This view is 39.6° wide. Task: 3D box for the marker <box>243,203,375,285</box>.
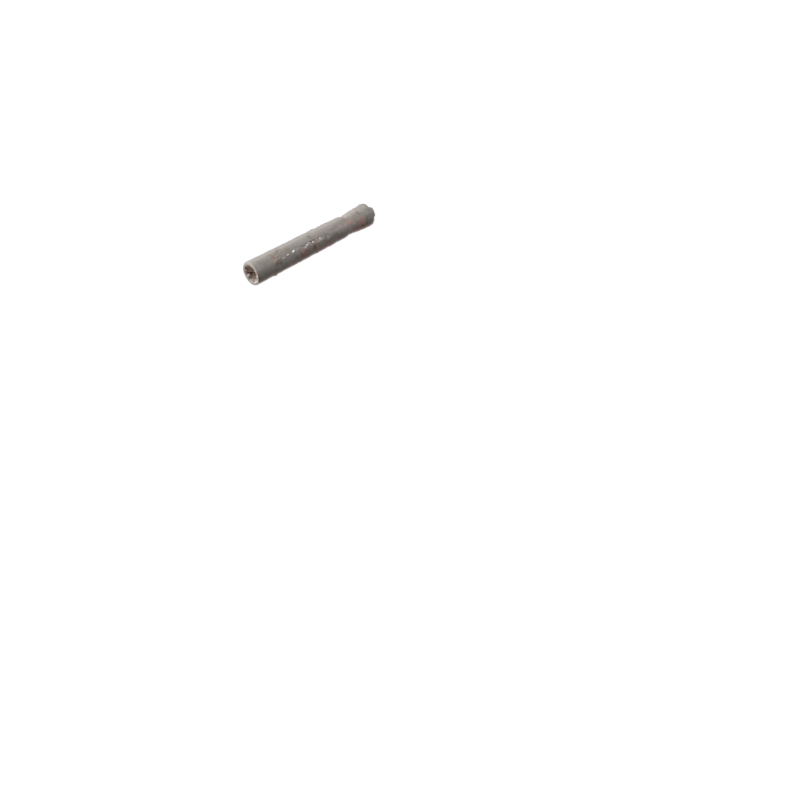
[{"bbox_3d":[-0.065,-0.119,0.831,0.121,0.019,0.021,-33,22,-32],"label":"marker"}]
